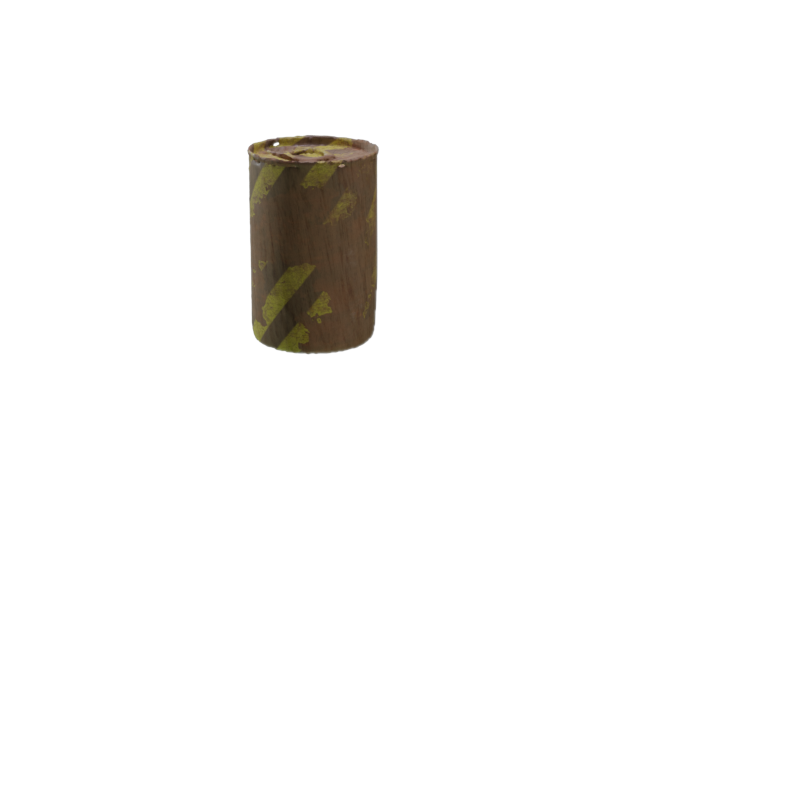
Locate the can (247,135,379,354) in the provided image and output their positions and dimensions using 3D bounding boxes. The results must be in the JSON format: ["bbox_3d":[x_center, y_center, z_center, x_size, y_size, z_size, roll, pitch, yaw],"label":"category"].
[{"bbox_3d":[-0.046,-0.084,0.585,0.068,0.098,0.072,0,19,-2],"label":"can"}]
